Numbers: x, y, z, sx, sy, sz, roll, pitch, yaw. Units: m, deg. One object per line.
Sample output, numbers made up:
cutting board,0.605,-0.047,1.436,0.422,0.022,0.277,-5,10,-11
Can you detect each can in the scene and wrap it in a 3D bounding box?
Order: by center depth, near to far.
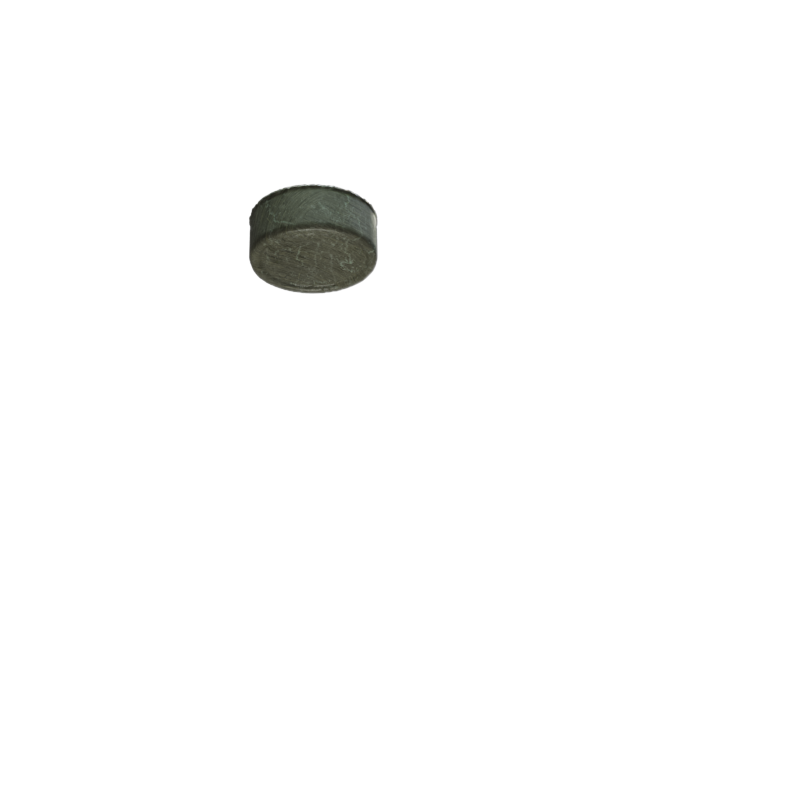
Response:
can,-0.057,-0.104,0.732,0.086,0.036,0.081,1,-27,-2
